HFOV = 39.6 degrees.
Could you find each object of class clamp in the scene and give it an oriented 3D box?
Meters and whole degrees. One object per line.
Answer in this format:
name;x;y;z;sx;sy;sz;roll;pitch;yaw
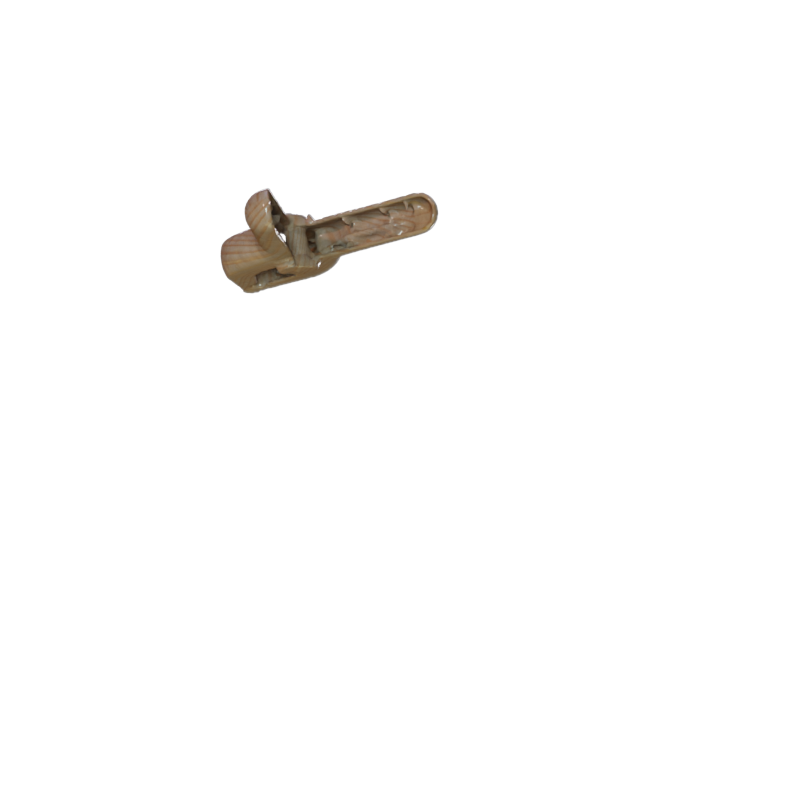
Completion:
clamp;-0.055;-0.100;0.702;0.117;0.040;0.172;2;-6;-19
